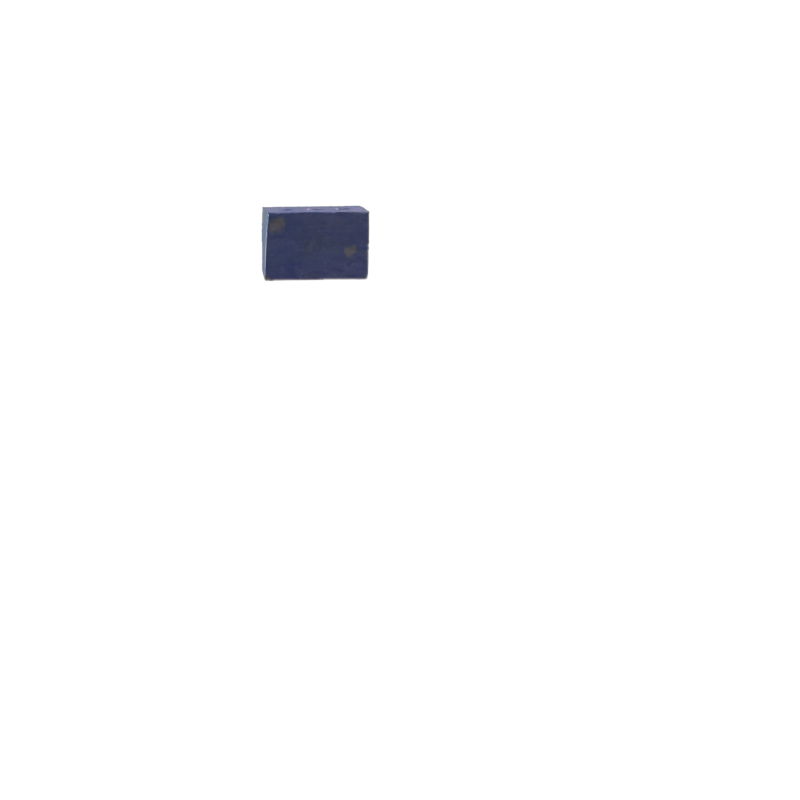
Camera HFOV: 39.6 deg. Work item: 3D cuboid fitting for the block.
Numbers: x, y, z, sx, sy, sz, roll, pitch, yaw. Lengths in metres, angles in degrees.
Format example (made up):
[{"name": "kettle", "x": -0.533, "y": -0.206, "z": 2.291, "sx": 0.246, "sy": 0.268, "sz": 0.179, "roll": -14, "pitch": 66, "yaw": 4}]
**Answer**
[{"name": "block", "x": -0.065, "y": -0.119, "z": 0.836, "sx": 0.077, "sy": 0.050, "sz": 0.055, "roll": -2, "pitch": 12, "yaw": -8}]
